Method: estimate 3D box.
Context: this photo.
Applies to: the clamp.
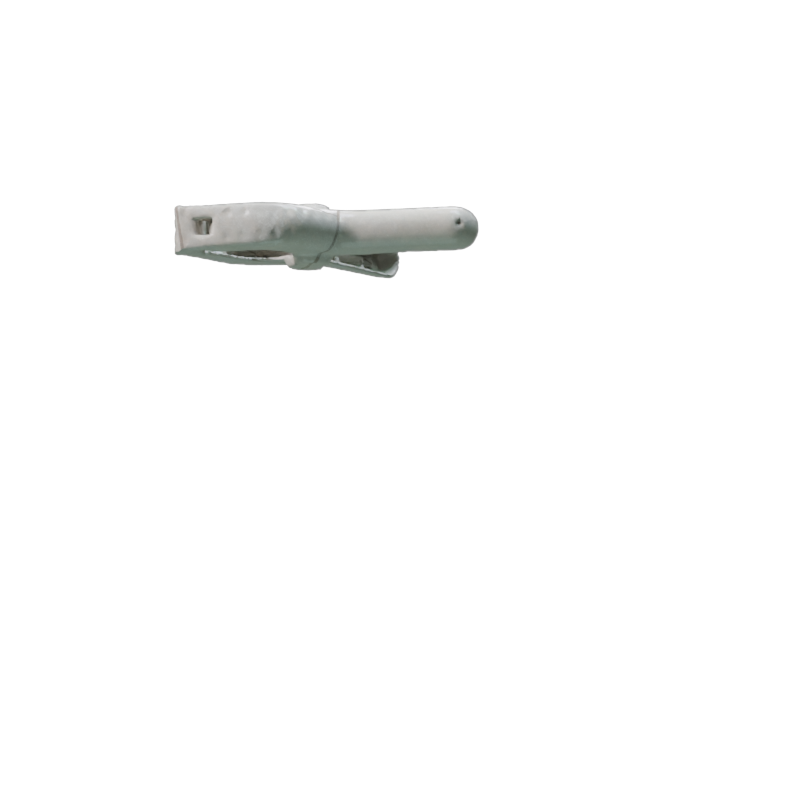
[{"bbox_3d":[-0.052,-0.095,0.666,0.168,0.041,0.118,3,-11,-13],"label":"clamp"}]
